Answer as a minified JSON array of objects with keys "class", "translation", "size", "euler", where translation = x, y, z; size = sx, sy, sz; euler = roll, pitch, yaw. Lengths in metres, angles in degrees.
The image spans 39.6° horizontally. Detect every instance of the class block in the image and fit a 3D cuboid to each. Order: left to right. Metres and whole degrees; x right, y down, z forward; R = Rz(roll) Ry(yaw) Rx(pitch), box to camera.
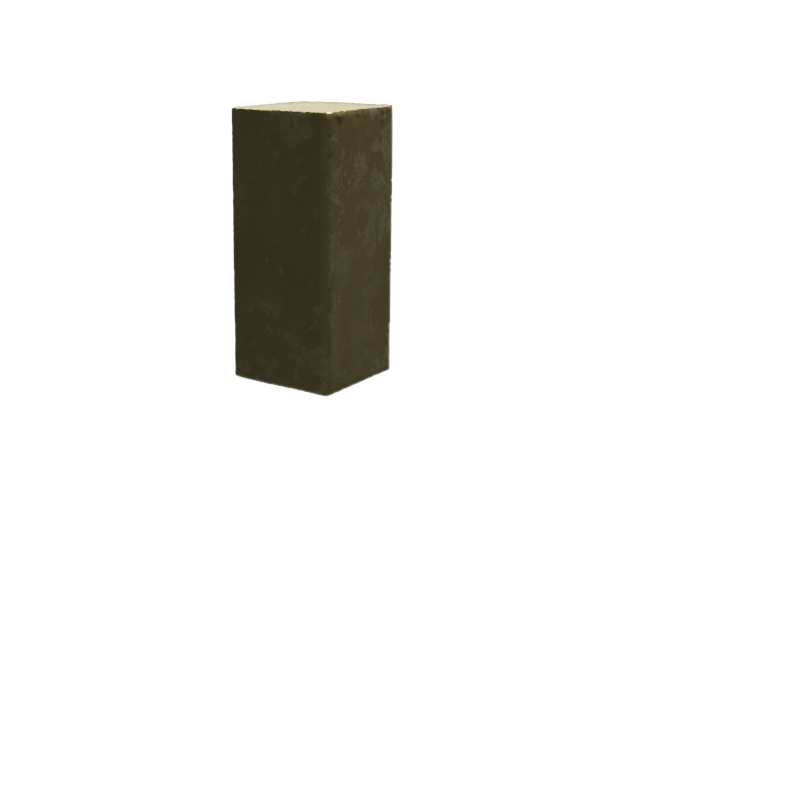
[{"class":"block","translation":[-0.065,-0.120,0.841],"size":[0.094,0.201,0.089],"euler":[9,14,33]}]
